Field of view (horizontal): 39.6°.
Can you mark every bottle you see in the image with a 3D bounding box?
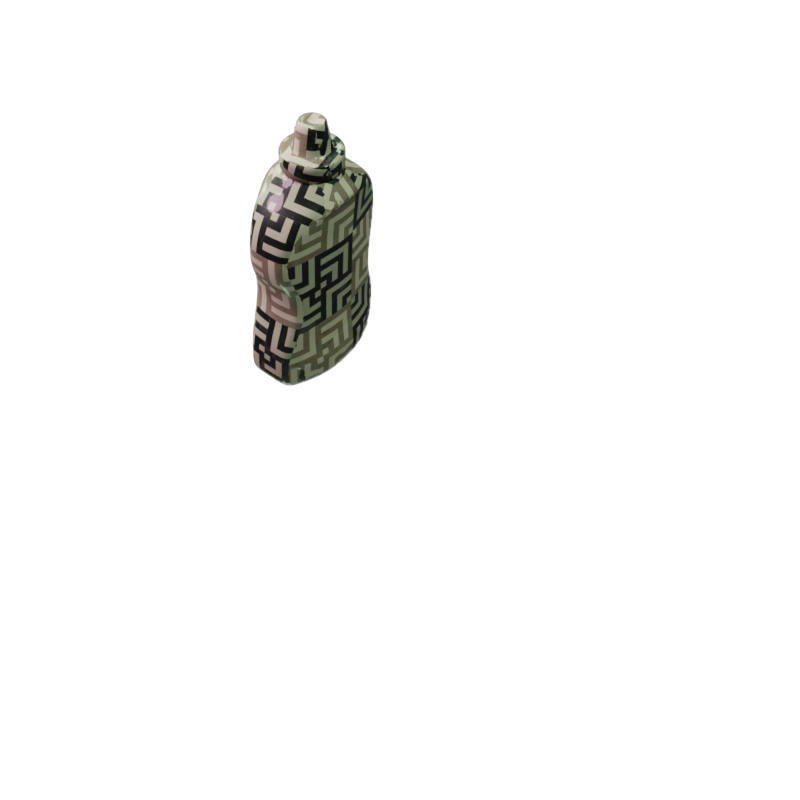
[{"bbox_3d":[-0.057,-0.103,0.720,0.062,0.179,0.097,32,52,24],"label":"bottle"}]
